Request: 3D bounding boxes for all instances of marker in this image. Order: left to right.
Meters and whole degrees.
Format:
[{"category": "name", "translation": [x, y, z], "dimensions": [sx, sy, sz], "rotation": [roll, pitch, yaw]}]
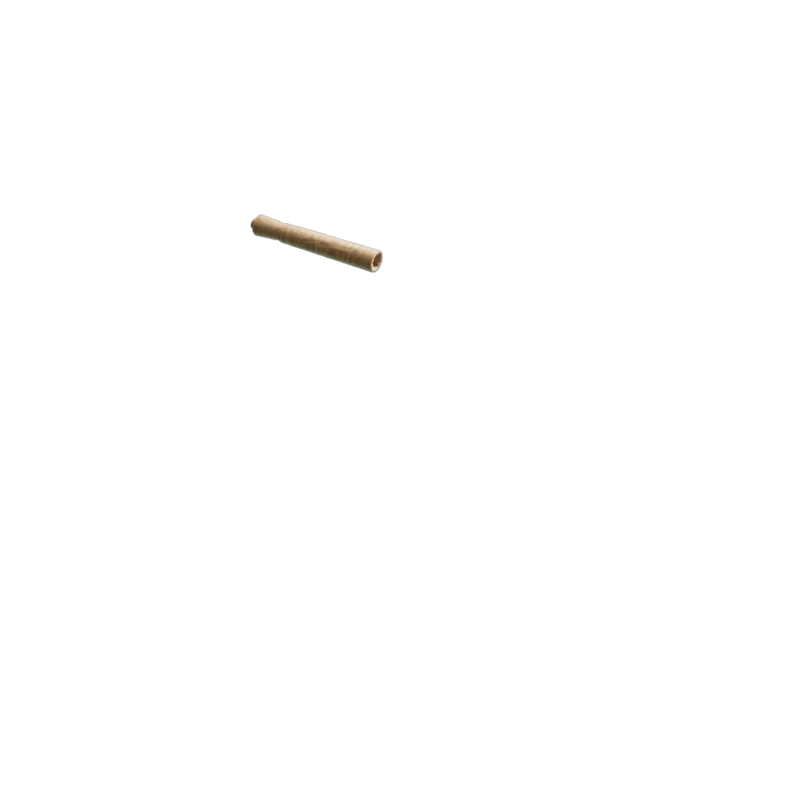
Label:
[{"category": "marker", "translation": [-0.071, -0.129, 0.901], "dimensions": [0.127, 0.019, 0.019], "rotation": [21, 13, 28]}]
